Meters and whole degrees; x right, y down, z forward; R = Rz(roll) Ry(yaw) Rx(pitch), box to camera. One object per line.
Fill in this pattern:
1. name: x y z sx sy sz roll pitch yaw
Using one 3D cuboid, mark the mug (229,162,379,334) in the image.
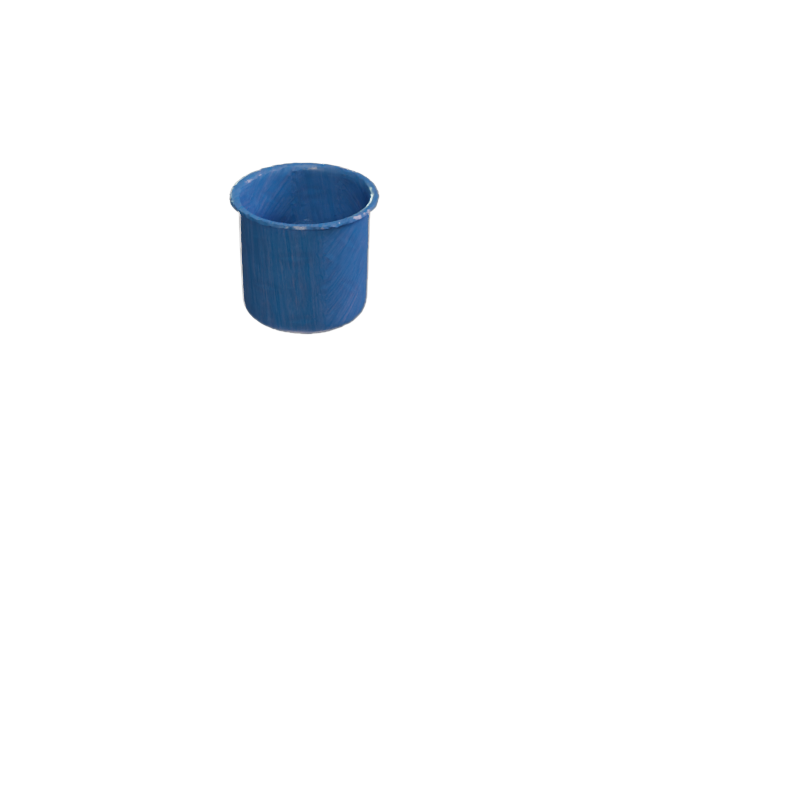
1. mug: -0.056 -0.102 0.716 0.097 0.077 0.120 15 36 20
